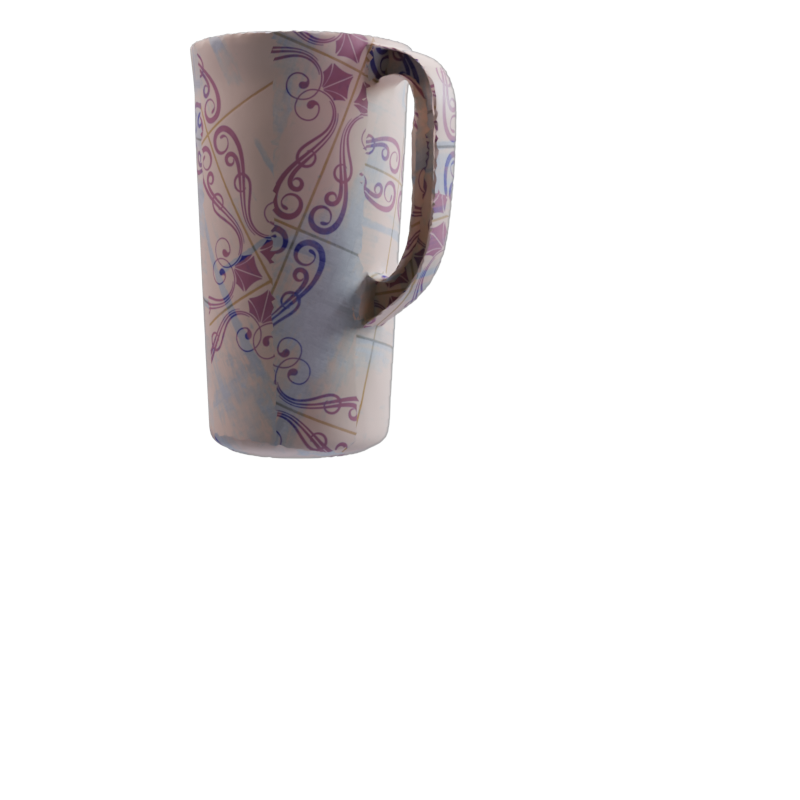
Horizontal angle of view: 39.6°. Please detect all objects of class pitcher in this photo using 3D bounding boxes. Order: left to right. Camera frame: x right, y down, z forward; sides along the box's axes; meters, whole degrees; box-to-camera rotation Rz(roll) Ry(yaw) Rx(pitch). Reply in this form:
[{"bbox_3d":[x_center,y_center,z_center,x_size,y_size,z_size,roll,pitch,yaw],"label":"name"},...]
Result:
[{"bbox_3d":[-0.051,-0.094,0.655,0.144,0.242,0.151,0,3,-7],"label":"pitcher"}]
